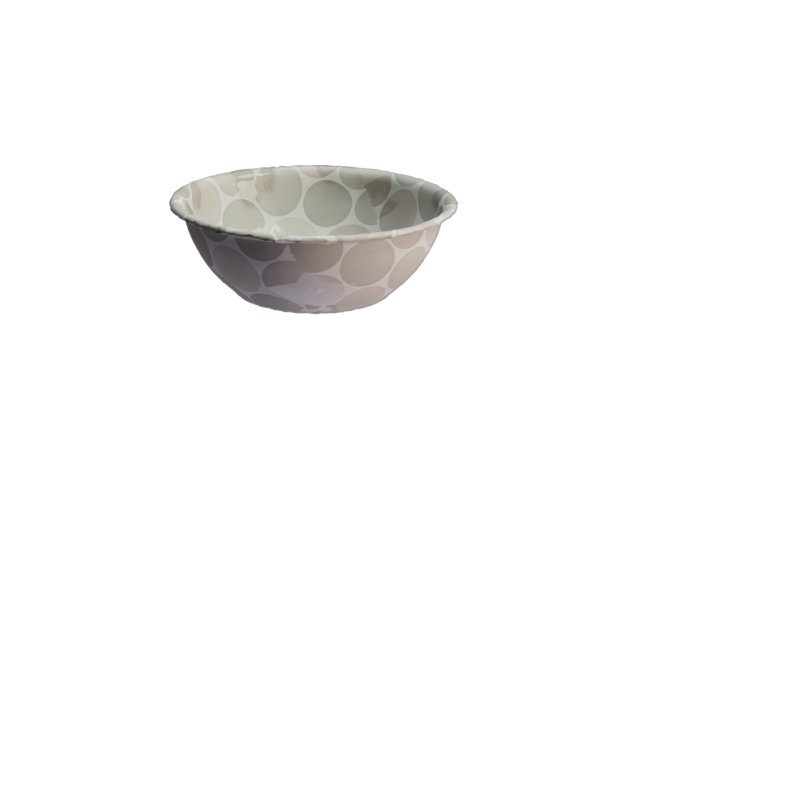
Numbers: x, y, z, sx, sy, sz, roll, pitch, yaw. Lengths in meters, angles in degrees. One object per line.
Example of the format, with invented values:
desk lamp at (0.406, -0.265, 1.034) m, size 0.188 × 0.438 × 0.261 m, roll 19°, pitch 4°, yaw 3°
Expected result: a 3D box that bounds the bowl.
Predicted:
bowl at (-0.049, -0.090, 0.632) m, size 0.162 × 0.053 × 0.170 m, roll -1°, pitch 24°, yaw -2°
